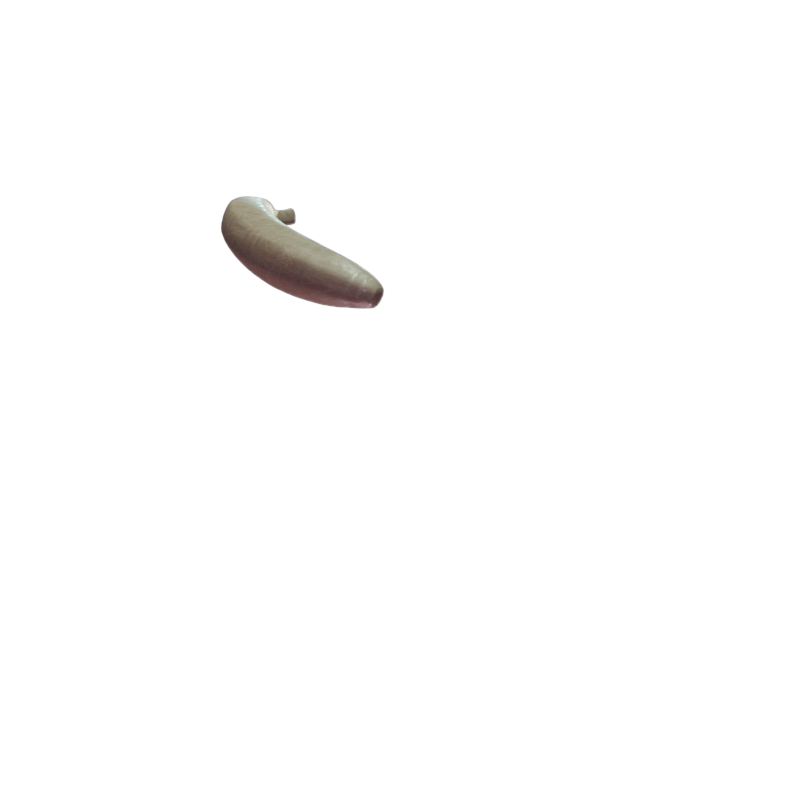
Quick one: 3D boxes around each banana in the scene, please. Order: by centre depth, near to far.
[{"bbox_3d":[-0.075,-0.101,0.714,0.068,0.035,0.211,-8,26,-18],"label":"banana"}]
